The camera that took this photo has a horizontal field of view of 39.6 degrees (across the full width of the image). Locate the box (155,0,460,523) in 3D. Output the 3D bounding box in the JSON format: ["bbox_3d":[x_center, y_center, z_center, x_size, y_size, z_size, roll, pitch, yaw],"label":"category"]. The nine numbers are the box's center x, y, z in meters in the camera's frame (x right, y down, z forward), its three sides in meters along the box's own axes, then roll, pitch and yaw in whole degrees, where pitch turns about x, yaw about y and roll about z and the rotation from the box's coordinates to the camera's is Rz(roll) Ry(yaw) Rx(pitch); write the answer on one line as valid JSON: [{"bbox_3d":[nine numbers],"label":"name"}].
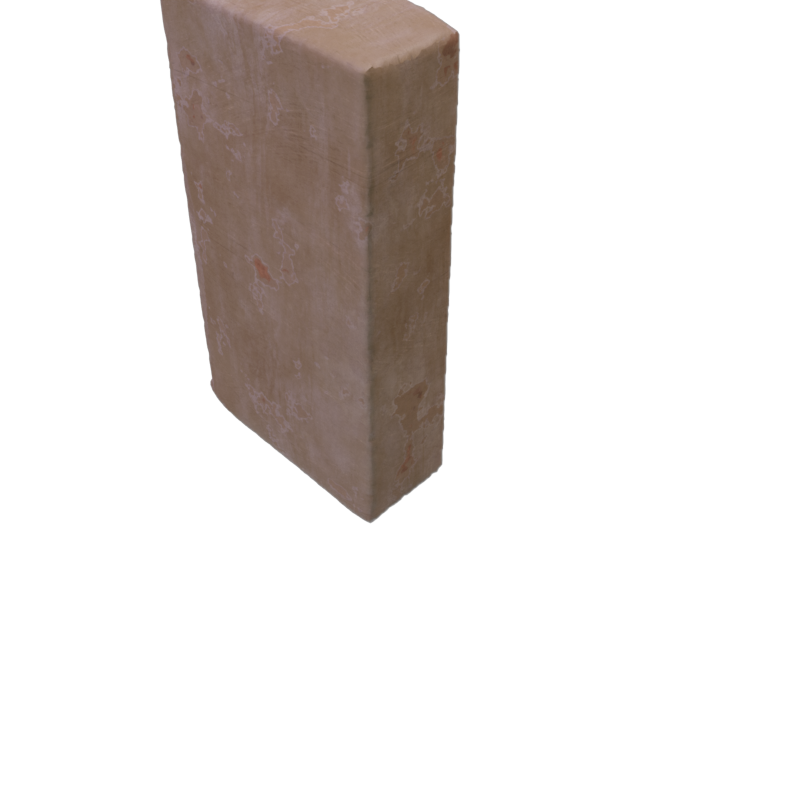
[{"bbox_3d":[-0.028,-0.052,0.367,0.048,0.165,0.100,-29,49,-34],"label":"box"}]
